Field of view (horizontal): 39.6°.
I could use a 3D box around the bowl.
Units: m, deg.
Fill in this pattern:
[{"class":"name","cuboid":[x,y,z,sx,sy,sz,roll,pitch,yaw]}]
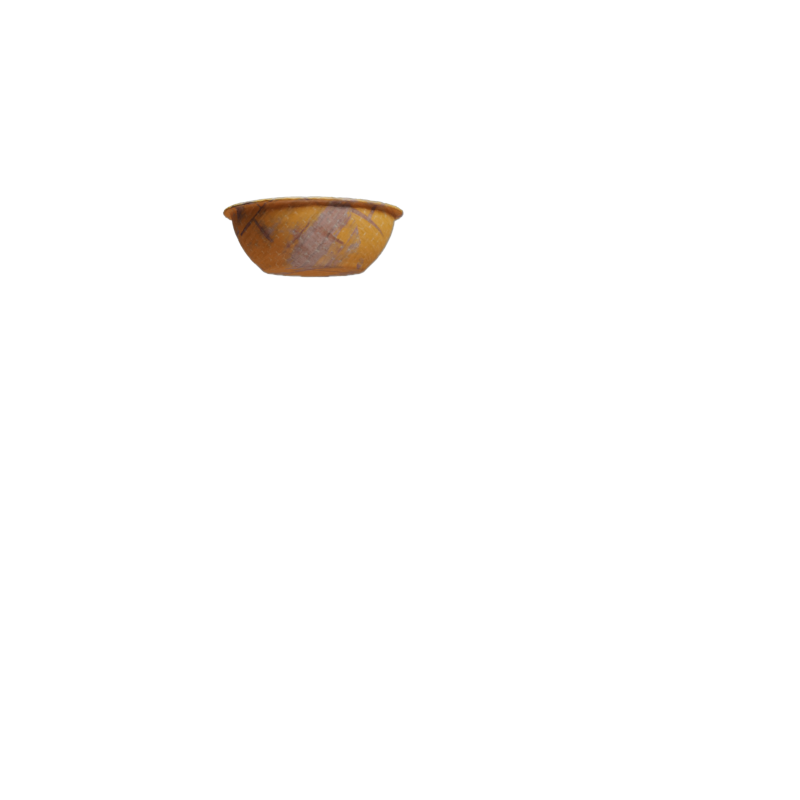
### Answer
[{"class":"bowl","cuboid":[-0.078,-0.141,0.990,0.162,0.056,0.161,0,0,-2]}]
